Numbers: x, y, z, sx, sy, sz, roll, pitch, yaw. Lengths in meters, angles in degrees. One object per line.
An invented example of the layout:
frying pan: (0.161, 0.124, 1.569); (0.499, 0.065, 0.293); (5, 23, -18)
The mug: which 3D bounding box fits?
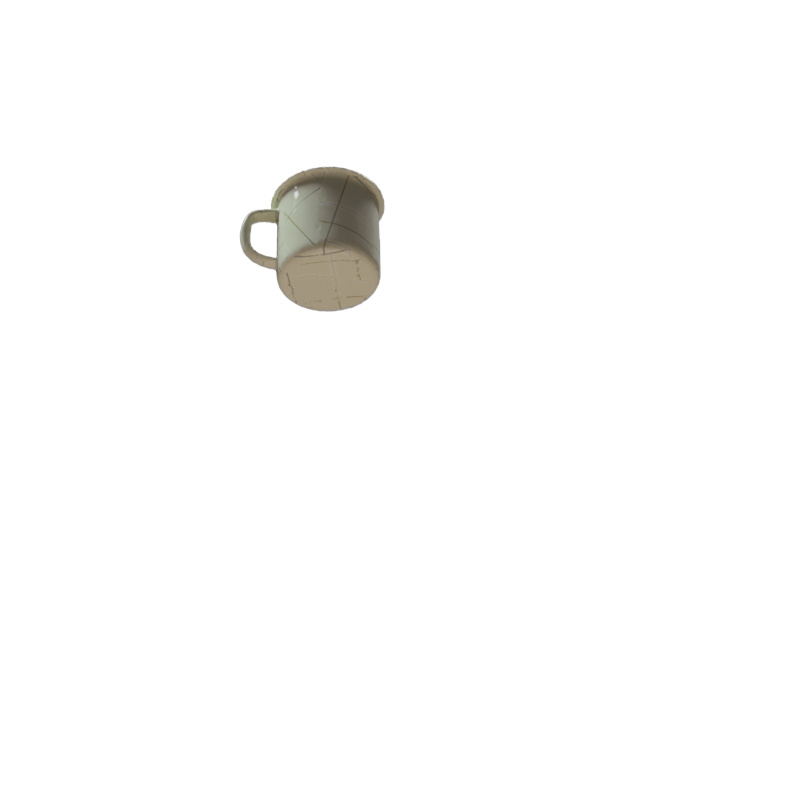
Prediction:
mug: (-0.069, -0.126, 0.880); (0.116, 0.087, 0.088); (5, -37, -9)
